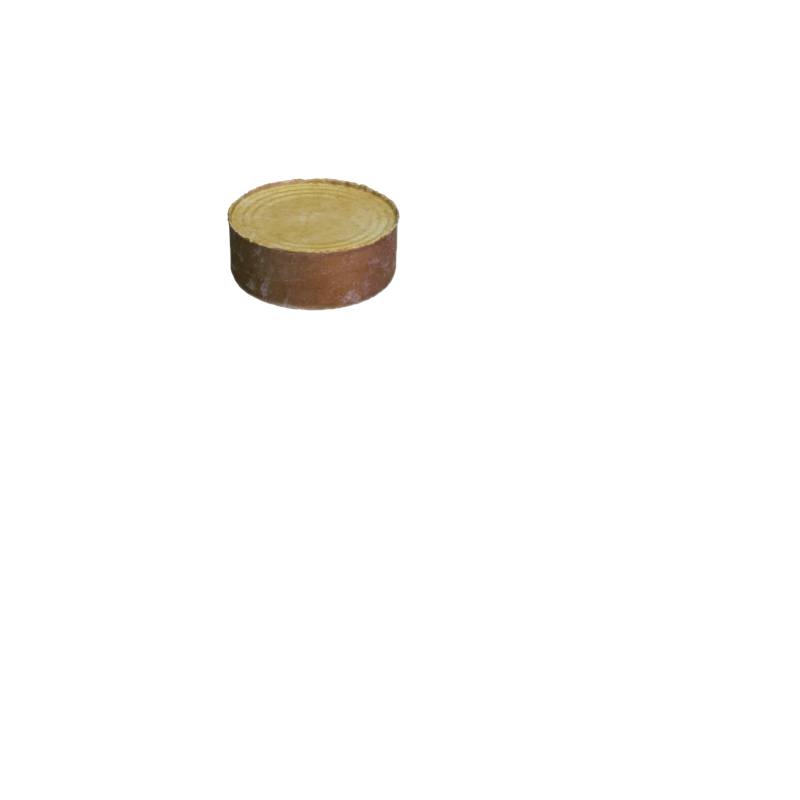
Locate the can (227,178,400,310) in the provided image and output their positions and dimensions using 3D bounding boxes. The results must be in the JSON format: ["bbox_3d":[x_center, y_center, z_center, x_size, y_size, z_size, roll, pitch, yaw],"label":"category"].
[{"bbox_3d":[-0.044,-0.080,0.559,0.086,0.032,0.091,-1,32,-2],"label":"can"}]
